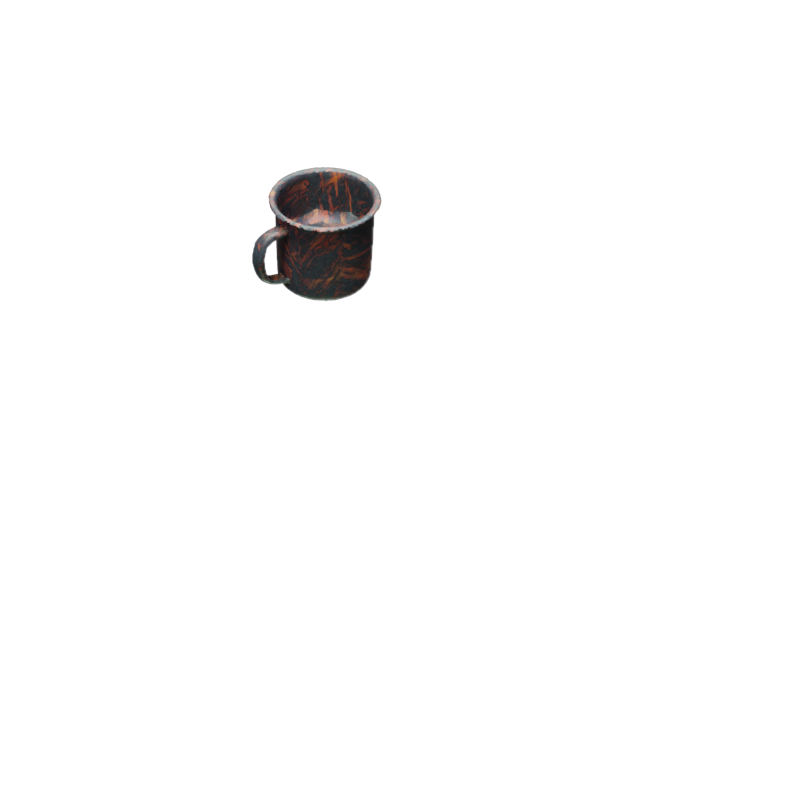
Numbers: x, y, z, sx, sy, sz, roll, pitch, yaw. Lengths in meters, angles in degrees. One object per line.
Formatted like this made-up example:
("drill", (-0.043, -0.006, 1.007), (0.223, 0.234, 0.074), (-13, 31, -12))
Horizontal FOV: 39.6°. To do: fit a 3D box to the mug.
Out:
("mug", (-0.073, -0.133, 0.931), (0.117, 0.076, 0.100), (-29, 49, -30))
